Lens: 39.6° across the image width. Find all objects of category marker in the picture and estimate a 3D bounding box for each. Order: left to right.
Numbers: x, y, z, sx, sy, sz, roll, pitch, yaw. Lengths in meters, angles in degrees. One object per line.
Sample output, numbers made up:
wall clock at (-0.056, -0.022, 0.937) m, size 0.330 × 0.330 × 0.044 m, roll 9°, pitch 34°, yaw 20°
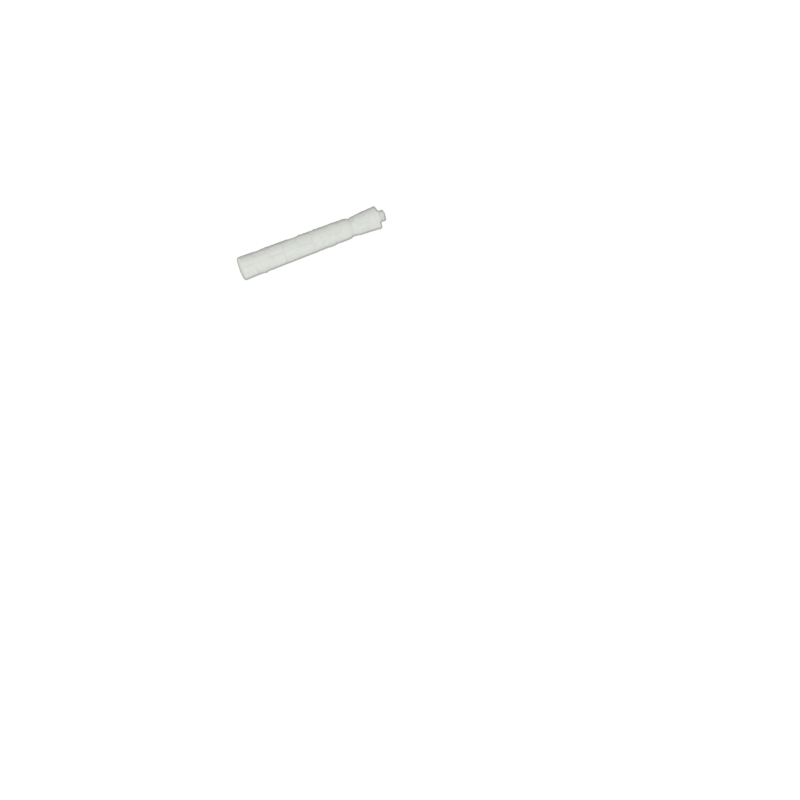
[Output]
marker at (-0.067, -0.122, 0.858) m, size 0.120 × 0.019 × 0.020 m, roll -22°, pitch 9°, yaw -11°
